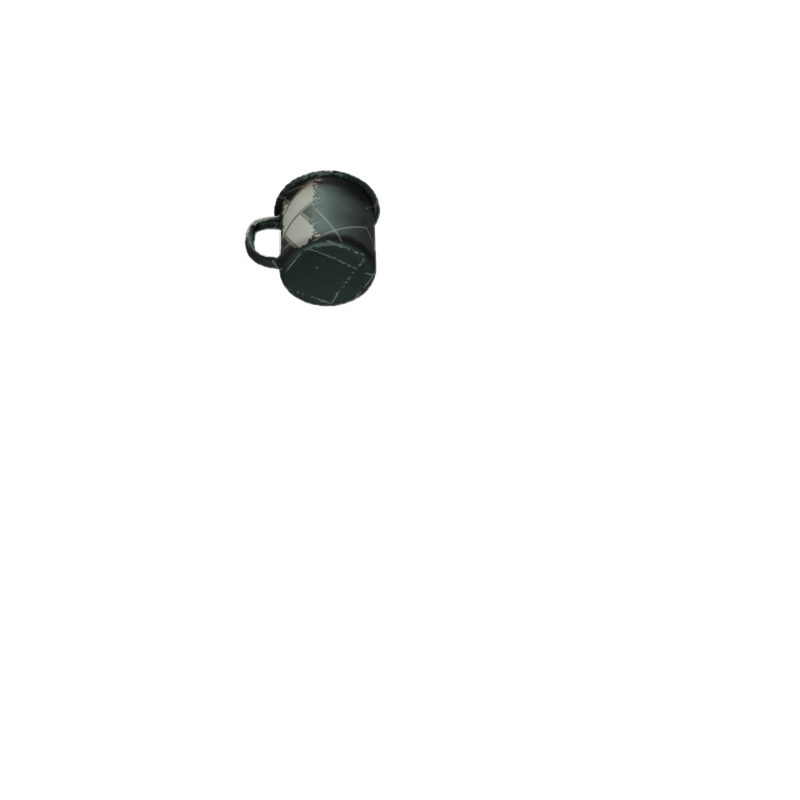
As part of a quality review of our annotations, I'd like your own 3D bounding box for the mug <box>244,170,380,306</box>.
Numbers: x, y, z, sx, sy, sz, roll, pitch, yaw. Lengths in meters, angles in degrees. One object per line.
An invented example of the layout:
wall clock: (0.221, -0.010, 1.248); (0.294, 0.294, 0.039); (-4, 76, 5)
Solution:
mug: (-0.074, -0.135, 0.944); (0.117, 0.087, 0.087); (1, -42, -3)
